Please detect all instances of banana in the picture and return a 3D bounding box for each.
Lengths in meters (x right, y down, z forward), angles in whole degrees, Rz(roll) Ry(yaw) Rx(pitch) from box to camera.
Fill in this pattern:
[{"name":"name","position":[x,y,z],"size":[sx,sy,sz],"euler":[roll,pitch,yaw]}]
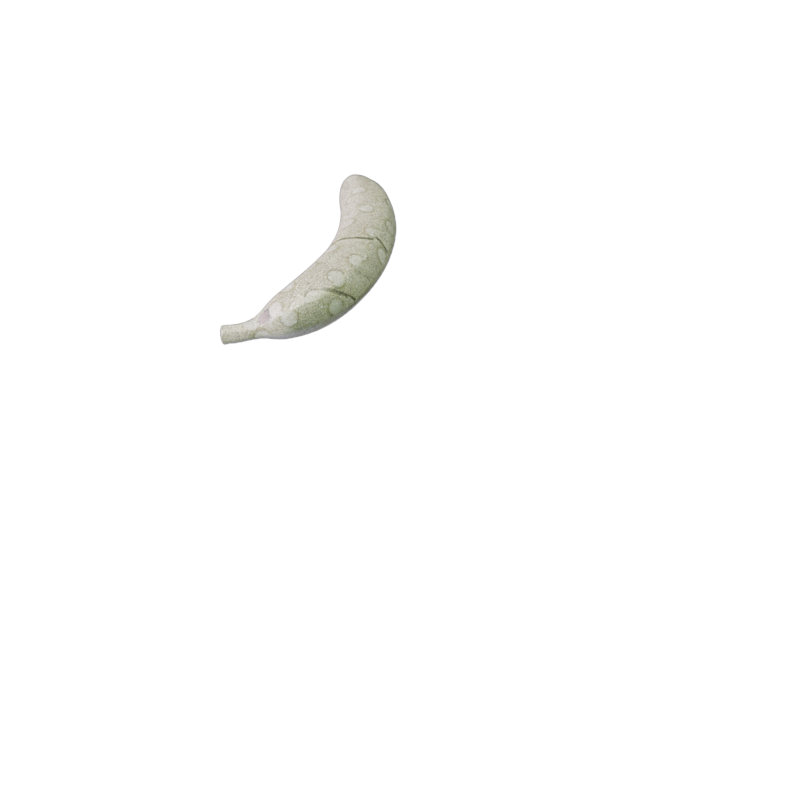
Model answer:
[{"name":"banana","position":[-0.040,-0.094,0.700],"size":[0.072,0.034,0.204],"euler":[13,39,16]}]
